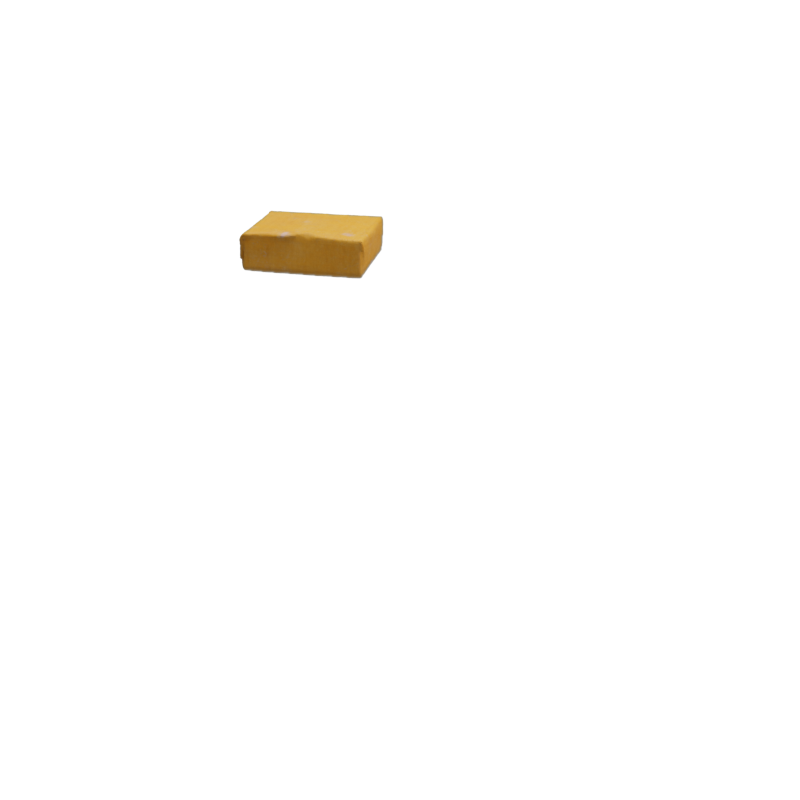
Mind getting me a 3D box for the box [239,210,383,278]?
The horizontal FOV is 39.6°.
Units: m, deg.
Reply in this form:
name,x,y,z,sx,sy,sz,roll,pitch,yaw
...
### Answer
name,x,y,z,sx,sy,sz,roll,pitch,yaw
box,-0.062,-0.114,0.796,0.091,0.029,0.075,5,22,12
